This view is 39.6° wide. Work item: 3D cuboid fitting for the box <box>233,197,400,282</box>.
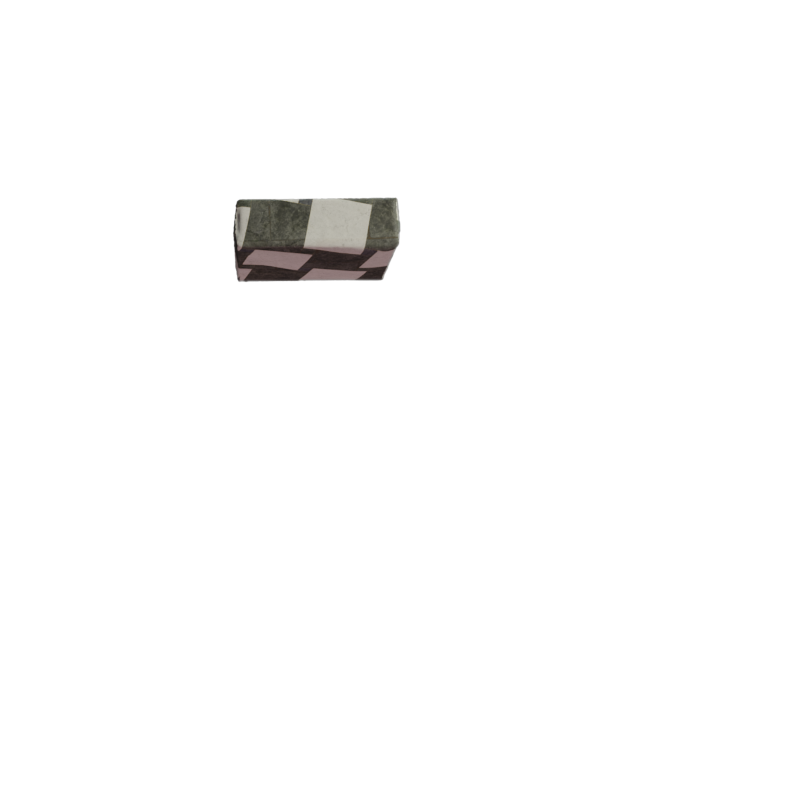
[{"bbox_3d":[-0.062,-0.112,0.787,0.113,0.040,0.088,1,-11,-6],"label":"box"}]
